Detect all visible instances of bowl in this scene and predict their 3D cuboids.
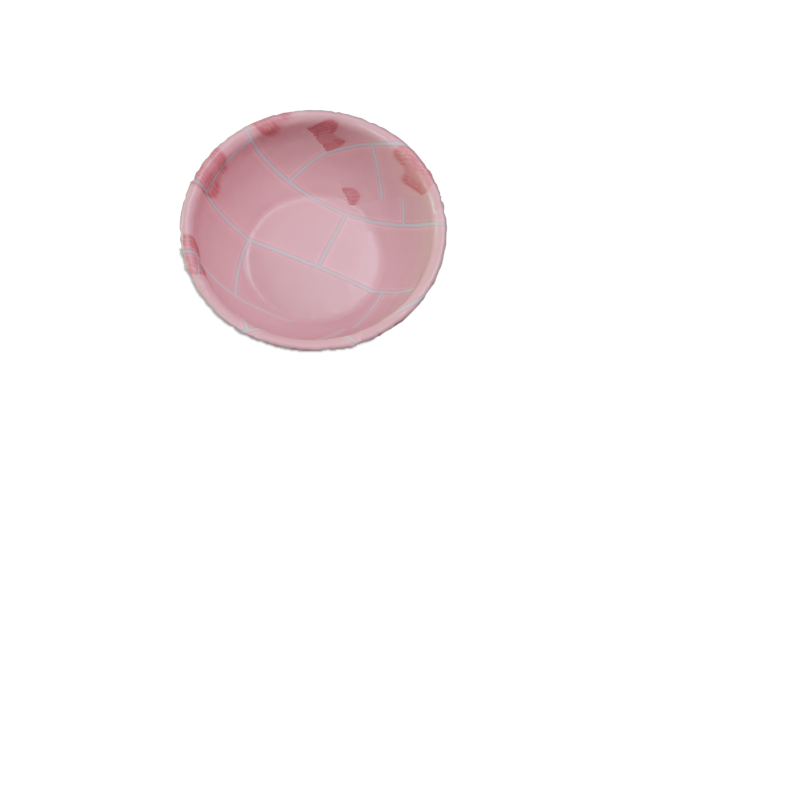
[{"bbox_3d":[-0.054,-0.099,0.693,0.162,0.171,0.052,-1,-22,-1],"label":"bowl"}]
